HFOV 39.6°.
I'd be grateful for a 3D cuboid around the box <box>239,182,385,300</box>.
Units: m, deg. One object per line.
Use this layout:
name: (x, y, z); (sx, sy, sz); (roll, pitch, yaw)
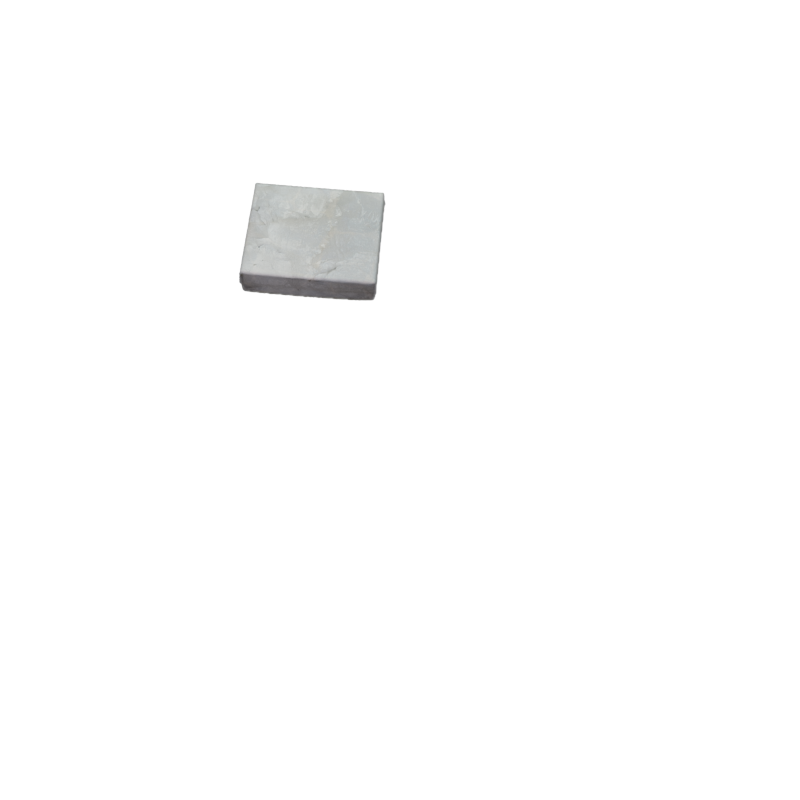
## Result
box: (-0.072, -0.132, 0.924); (0.114, 0.095, 0.037); (5, -29, 2)
